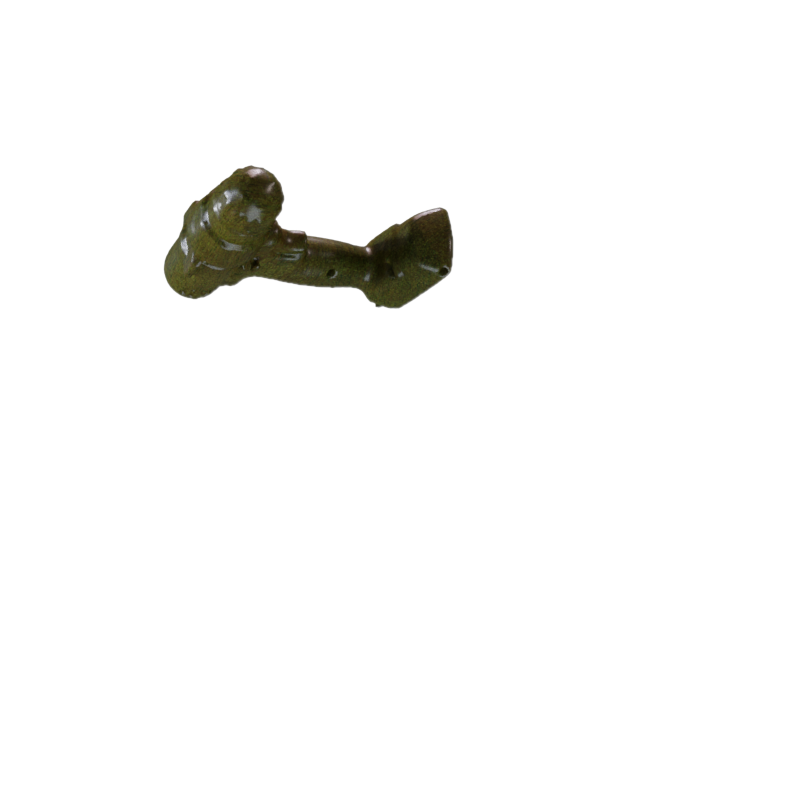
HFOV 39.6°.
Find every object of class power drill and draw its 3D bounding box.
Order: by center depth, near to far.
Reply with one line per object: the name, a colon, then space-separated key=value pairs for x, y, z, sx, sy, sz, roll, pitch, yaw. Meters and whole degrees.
power drill: x=-0.061 y=-0.112 z=0.785 sx=0.182 sy=0.059 sz=0.184 roll=5 pitch=-12 yaw=-22
